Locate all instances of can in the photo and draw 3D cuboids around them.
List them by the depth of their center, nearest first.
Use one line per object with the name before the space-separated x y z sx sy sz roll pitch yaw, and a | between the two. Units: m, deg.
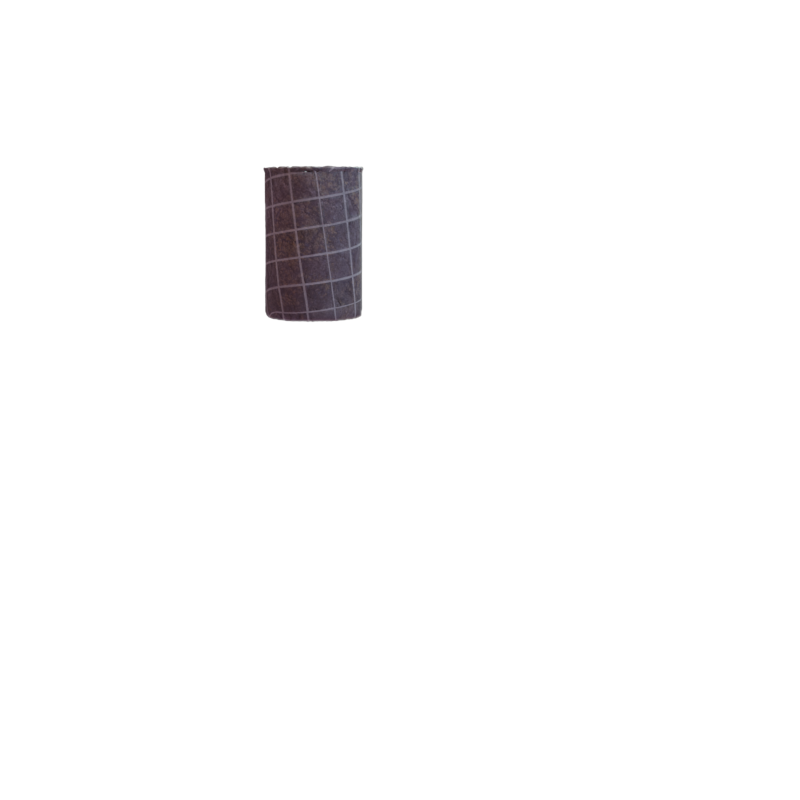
can | -0.059 -0.108 0.754 0.068 0.101 0.069 0 5 -2
